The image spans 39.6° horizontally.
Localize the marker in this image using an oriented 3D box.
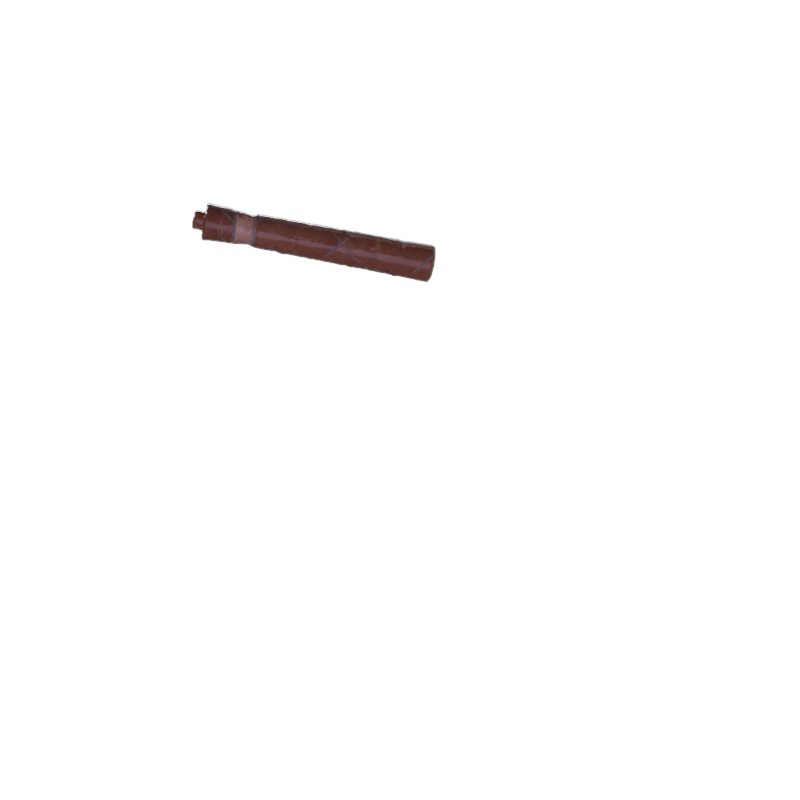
[{"bbox_3d":[-0.043,-0.079,0.552,0.120,0.020,0.020,10,3,-4],"label":"marker"}]
